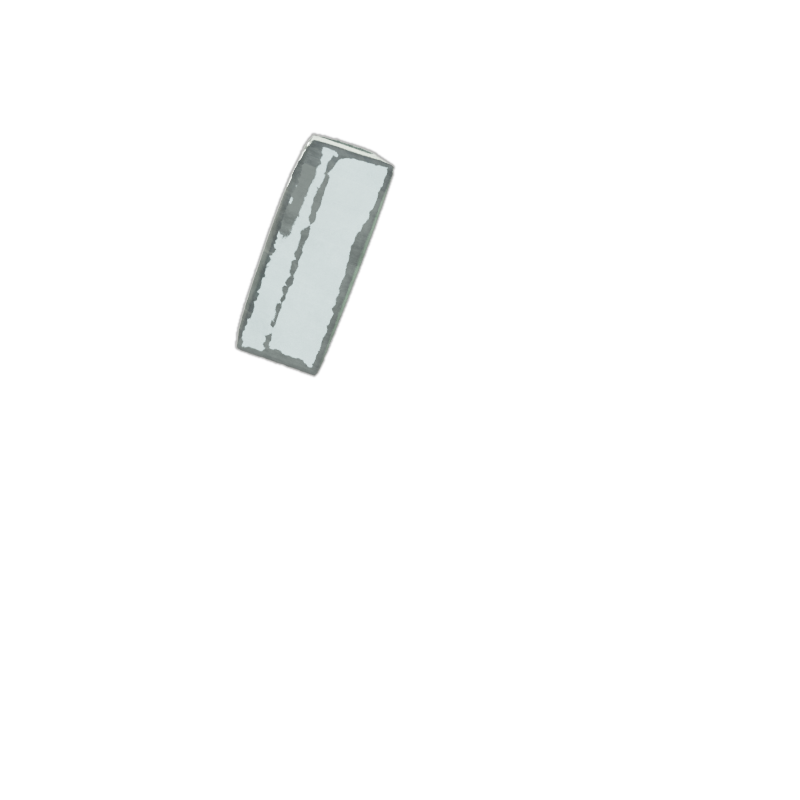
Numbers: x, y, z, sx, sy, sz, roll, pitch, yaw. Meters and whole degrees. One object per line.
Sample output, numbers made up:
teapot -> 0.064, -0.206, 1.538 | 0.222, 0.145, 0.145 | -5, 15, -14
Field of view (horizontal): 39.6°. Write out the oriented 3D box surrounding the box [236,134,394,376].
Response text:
box -> -0.070, -0.127, 0.890 | 0.071, 0.162, 0.220 | 19, 10, -8
